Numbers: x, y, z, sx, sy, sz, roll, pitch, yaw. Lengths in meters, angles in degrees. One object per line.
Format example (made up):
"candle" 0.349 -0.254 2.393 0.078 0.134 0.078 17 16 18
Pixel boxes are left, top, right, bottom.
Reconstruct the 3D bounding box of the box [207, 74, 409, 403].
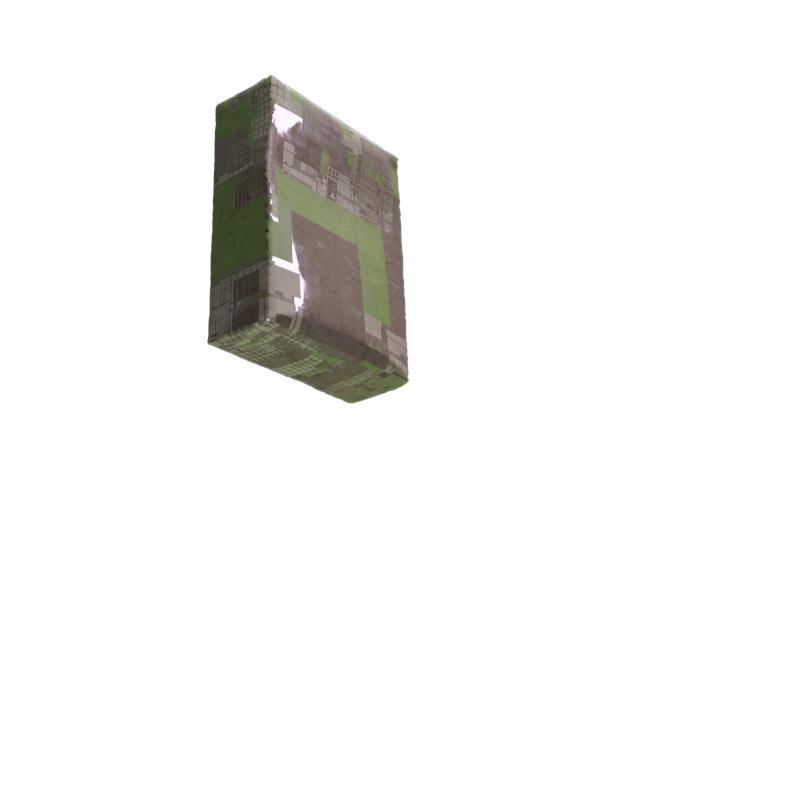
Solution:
"box" -0.068 -0.124 0.871 0.072 0.227 0.153 -23 -33 35
